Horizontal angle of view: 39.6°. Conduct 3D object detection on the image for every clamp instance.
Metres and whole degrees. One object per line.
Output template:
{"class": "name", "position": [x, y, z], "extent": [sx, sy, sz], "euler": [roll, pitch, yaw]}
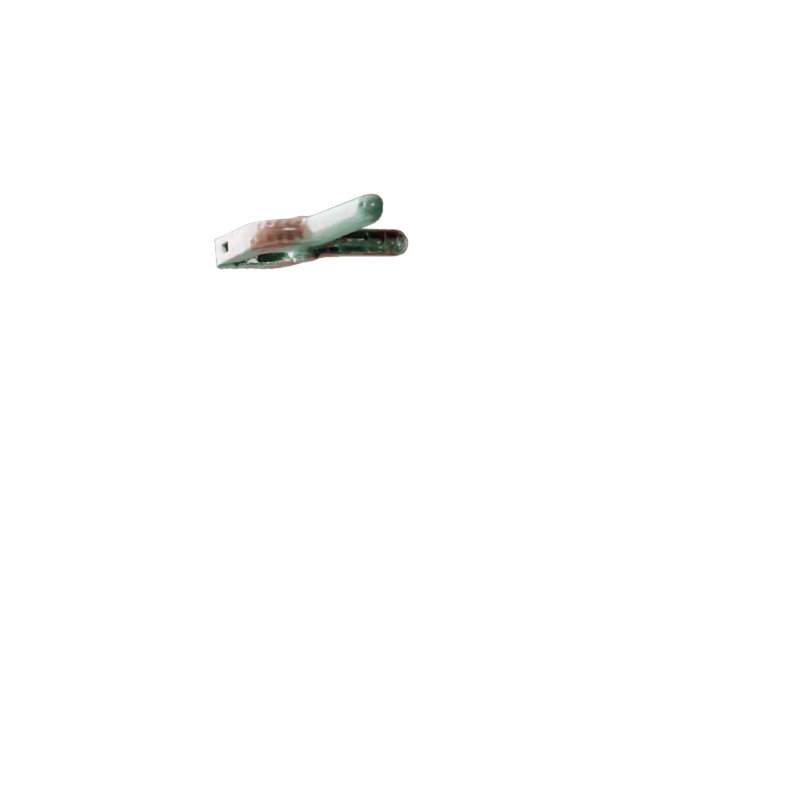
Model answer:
{"class": "clamp", "position": [-0.077, -0.140, 0.981], "extent": [0.175, 0.041, 0.112], "euler": [-7, -18, 22]}
